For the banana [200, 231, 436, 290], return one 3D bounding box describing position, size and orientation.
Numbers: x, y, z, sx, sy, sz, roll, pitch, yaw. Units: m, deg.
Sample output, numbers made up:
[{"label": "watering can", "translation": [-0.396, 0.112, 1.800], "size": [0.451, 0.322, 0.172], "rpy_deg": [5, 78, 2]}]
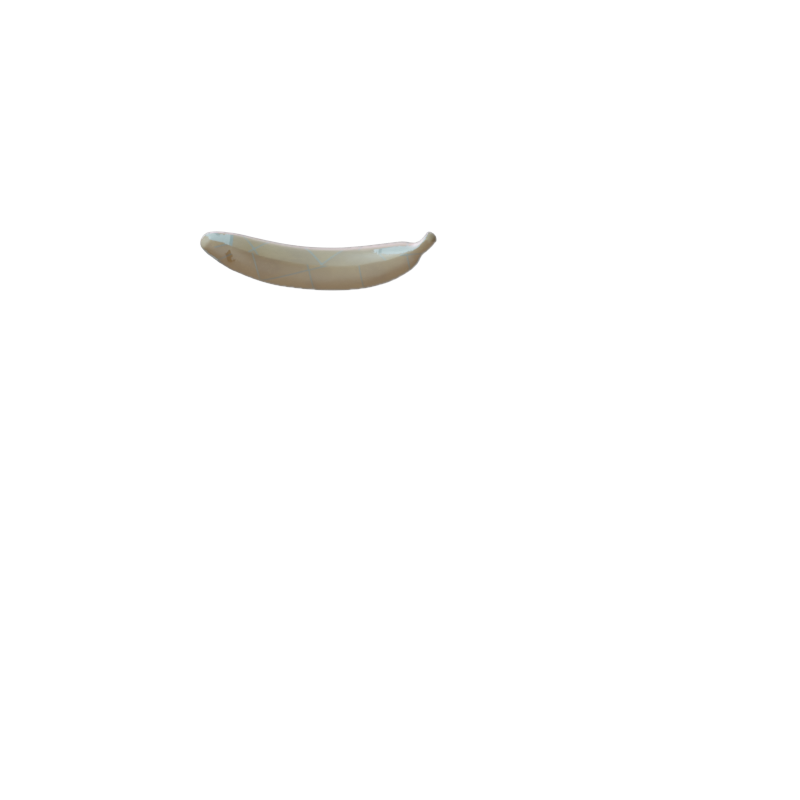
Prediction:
[{"label": "banana", "translation": [-0.070, -0.123, 0.952], "size": [0.198, 0.039, 0.065], "rpy_deg": [-1, -43, 1]}]
